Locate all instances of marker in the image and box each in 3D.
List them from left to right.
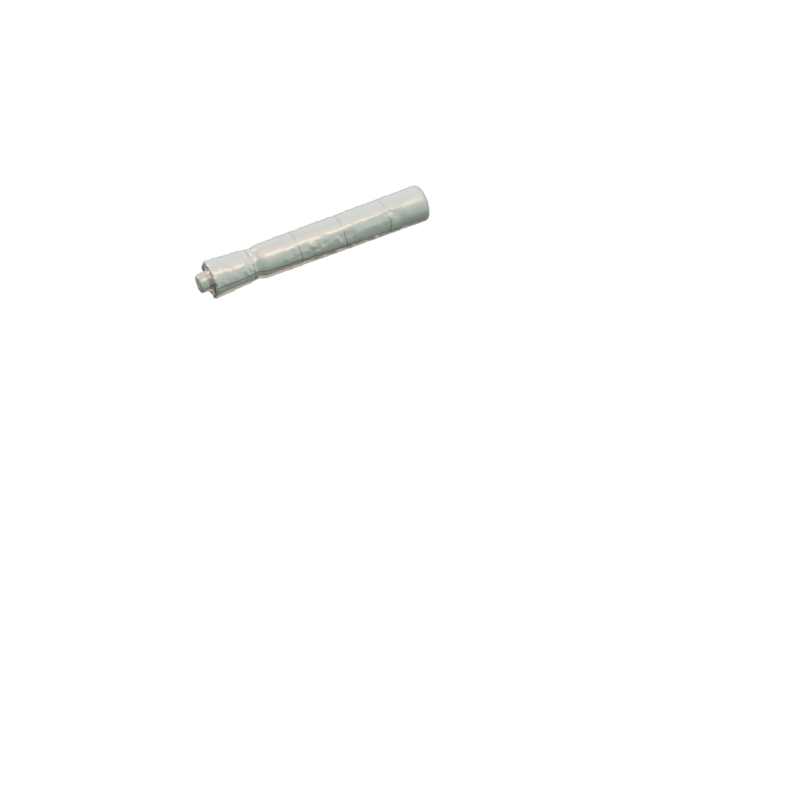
[{"bbox_3d":[-0.042,-0.077,0.537,0.120,0.019,0.020,-23,12,-18],"label":"marker"}]
